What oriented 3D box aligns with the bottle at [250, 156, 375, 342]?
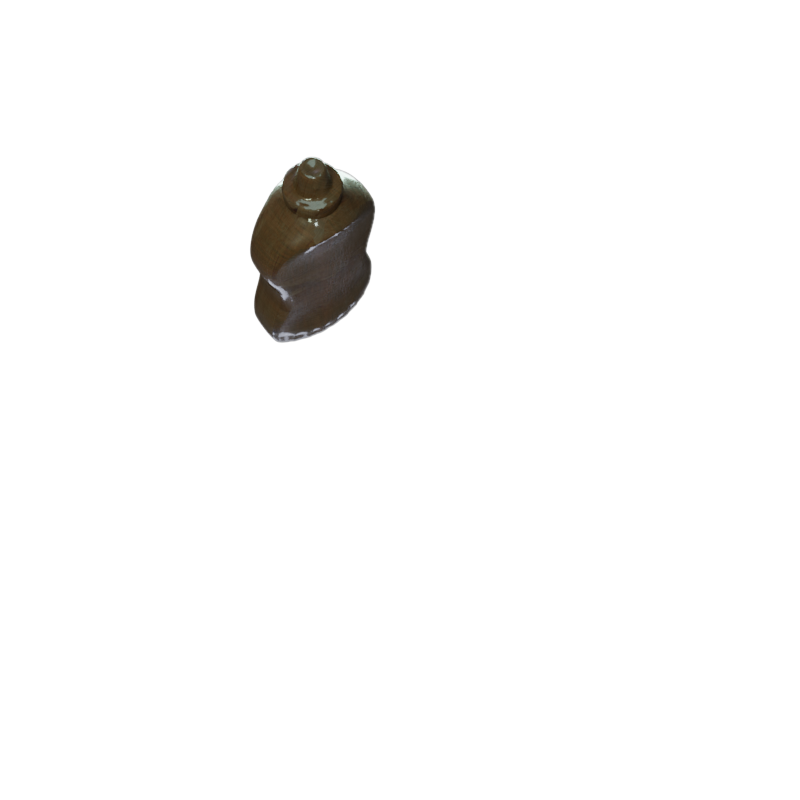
[{"bbox_3d":[-0.063,-0.115,0.801,0.096,0.061,0.181,-33,-17,-16],"label":"bottle"}]
